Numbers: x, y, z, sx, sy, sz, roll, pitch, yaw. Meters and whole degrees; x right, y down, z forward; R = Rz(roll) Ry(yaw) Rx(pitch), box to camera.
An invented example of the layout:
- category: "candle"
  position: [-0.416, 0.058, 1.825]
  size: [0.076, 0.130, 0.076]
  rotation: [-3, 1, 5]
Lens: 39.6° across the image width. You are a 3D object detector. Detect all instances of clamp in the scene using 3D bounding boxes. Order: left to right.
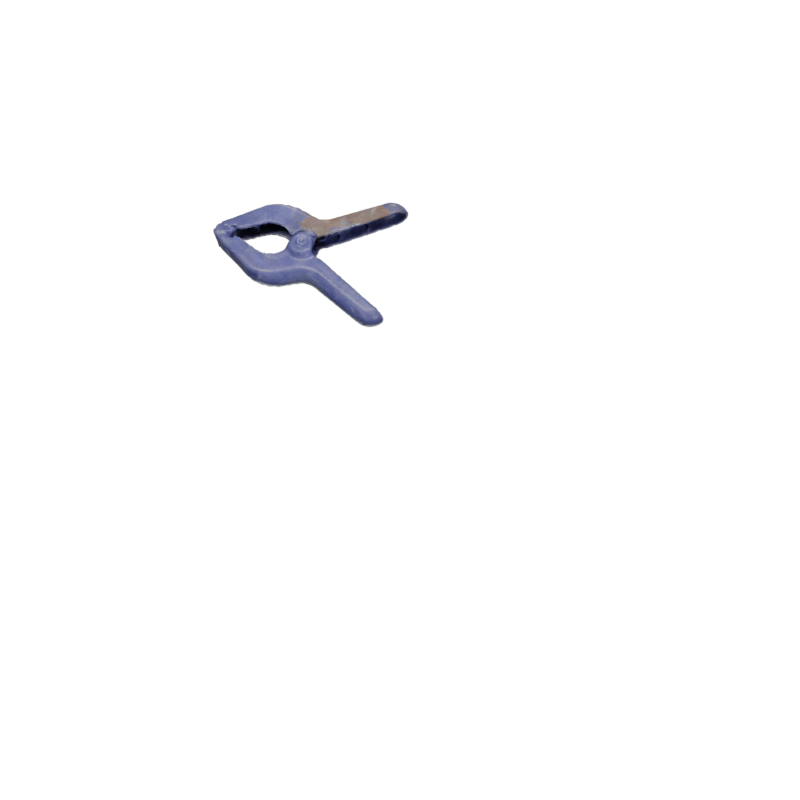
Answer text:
- category: "clamp"
  position: [-0.077, -0.141, 0.989]
  size: [0.176, 0.125, 0.037]
  rotation: [19, -30, 11]
